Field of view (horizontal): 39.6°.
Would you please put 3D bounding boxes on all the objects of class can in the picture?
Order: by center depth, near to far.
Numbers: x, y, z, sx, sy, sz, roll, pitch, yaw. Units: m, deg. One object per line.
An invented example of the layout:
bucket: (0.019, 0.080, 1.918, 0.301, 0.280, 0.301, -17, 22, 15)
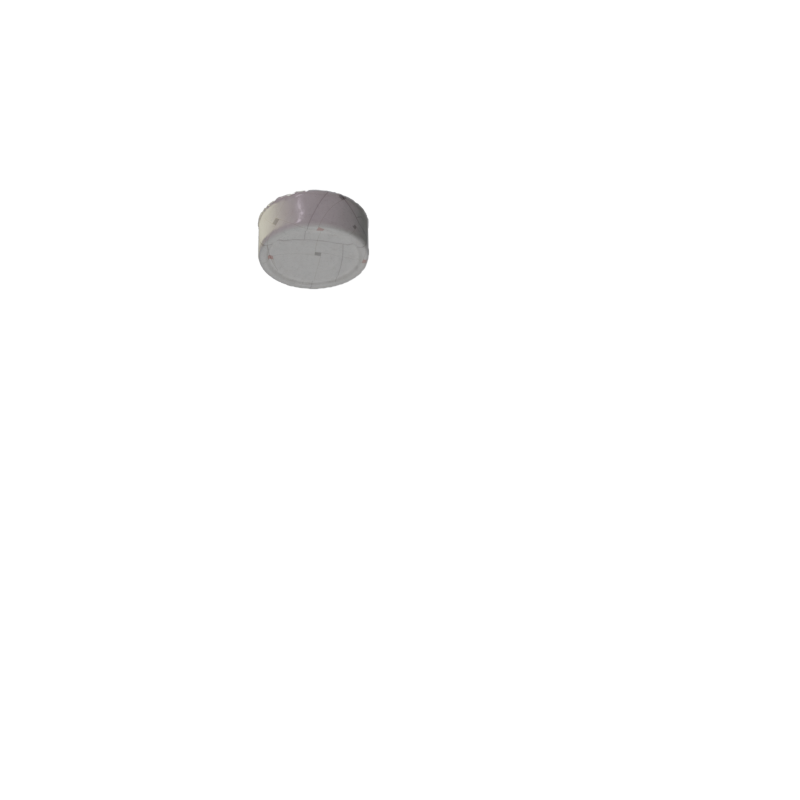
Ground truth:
can: (-0.066, -0.121, 0.846, 0.086, 0.036, 0.080, 1, -31, -2)
